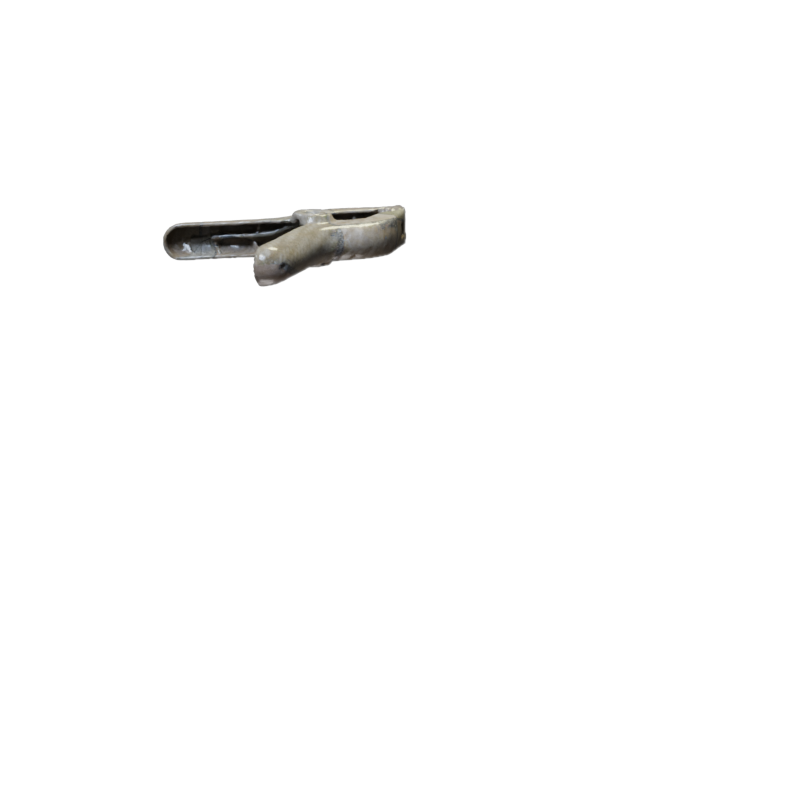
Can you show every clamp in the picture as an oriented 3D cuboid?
[{"bbox_3d":[-0.057,-0.104,0.731,0.168,0.037,0.128,-14,28,-28],"label":"clamp"}]
